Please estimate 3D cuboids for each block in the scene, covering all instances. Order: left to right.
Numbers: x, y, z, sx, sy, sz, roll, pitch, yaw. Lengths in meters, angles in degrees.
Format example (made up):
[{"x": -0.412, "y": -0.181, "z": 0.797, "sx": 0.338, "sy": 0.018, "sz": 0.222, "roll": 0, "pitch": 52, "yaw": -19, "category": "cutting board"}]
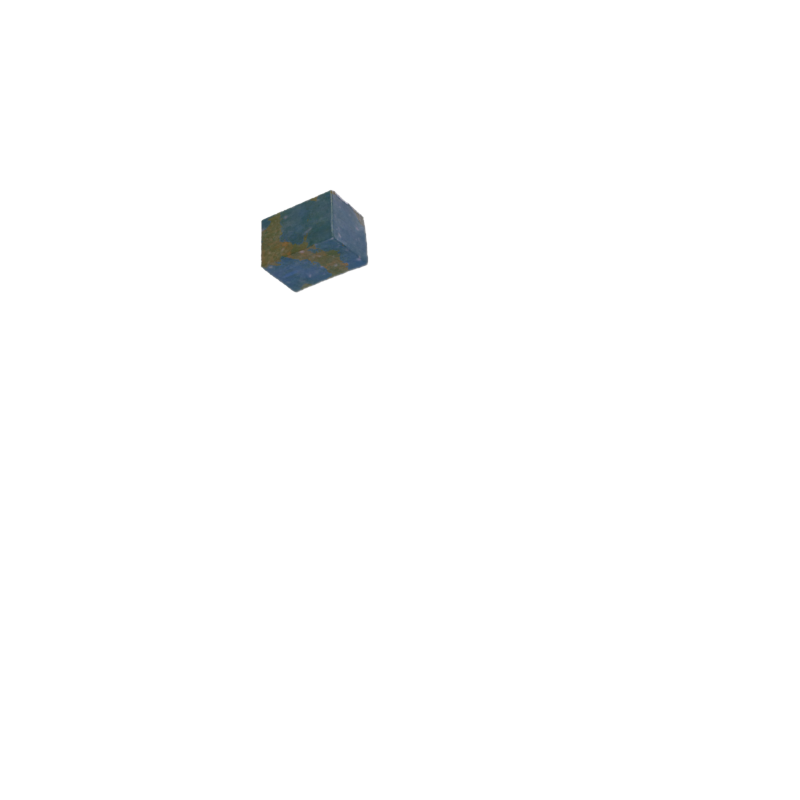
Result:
[{"x": -0.074, "y": -0.135, "z": 0.948, "sx": 0.079, "sy": 0.055, "sz": 0.049, "roll": -18, "pitch": -35, "yaw": 28, "category": "block"}]
